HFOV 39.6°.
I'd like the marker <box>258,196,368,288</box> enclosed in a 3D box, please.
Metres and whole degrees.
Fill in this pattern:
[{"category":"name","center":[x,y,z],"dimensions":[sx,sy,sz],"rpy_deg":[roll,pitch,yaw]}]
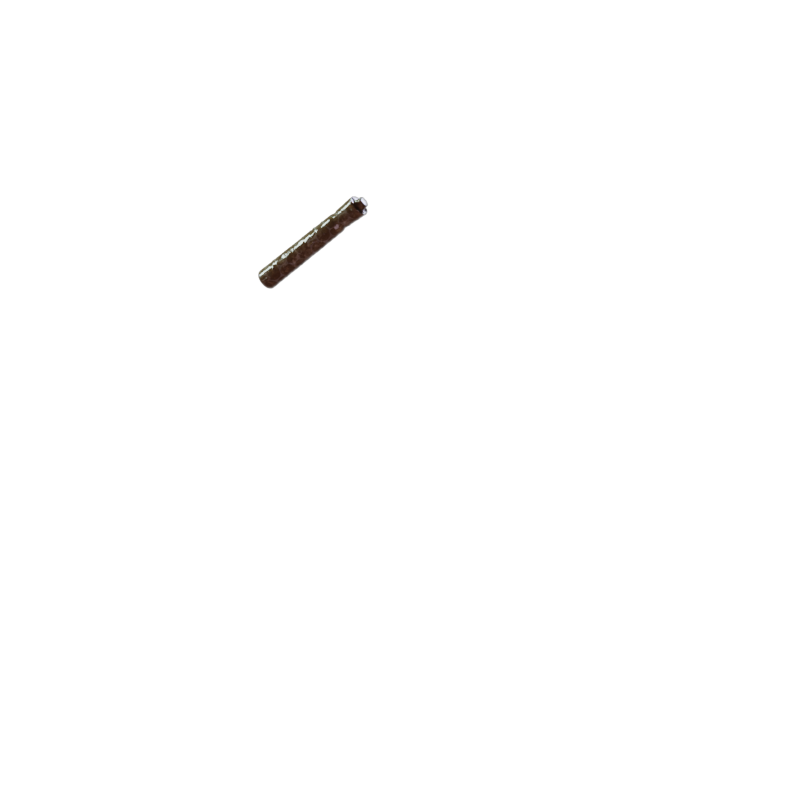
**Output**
[{"category":"marker","center":[-0.073,-0.133,0.928],"dimensions":[0.120,0.021,0.019],"rpy_deg":[-34,-15,30]}]
